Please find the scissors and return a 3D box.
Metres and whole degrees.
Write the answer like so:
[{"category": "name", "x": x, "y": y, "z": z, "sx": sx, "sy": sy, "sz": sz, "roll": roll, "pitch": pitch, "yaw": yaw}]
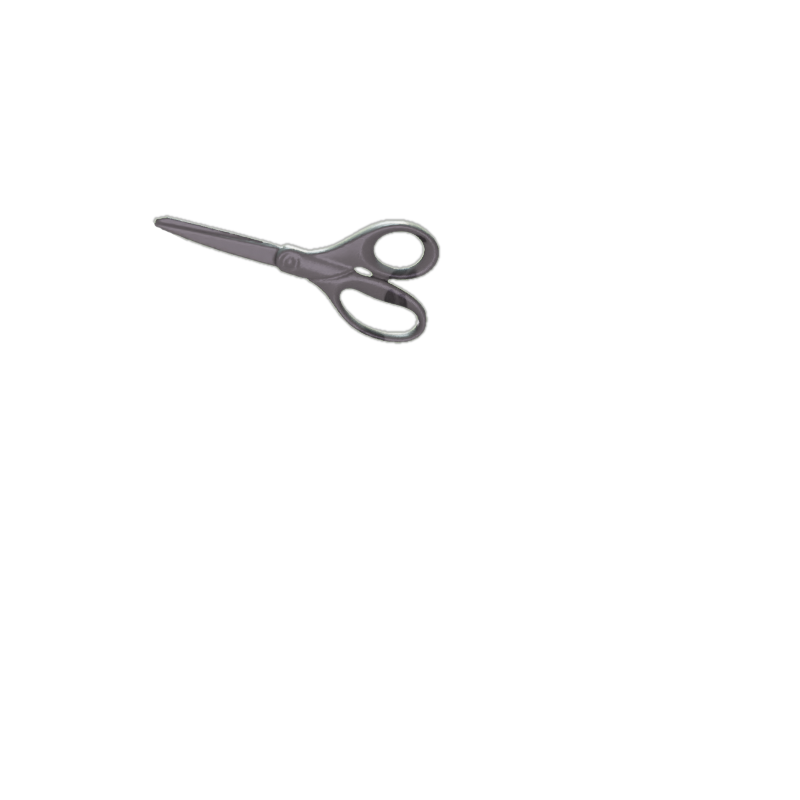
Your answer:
[{"category": "scissors", "x": -0.060, "y": -0.110, "z": 0.768, "sx": 0.198, "sy": 0.094, "sz": 0.016, "roll": 31, "pitch": 14, "yaw": -8}]
